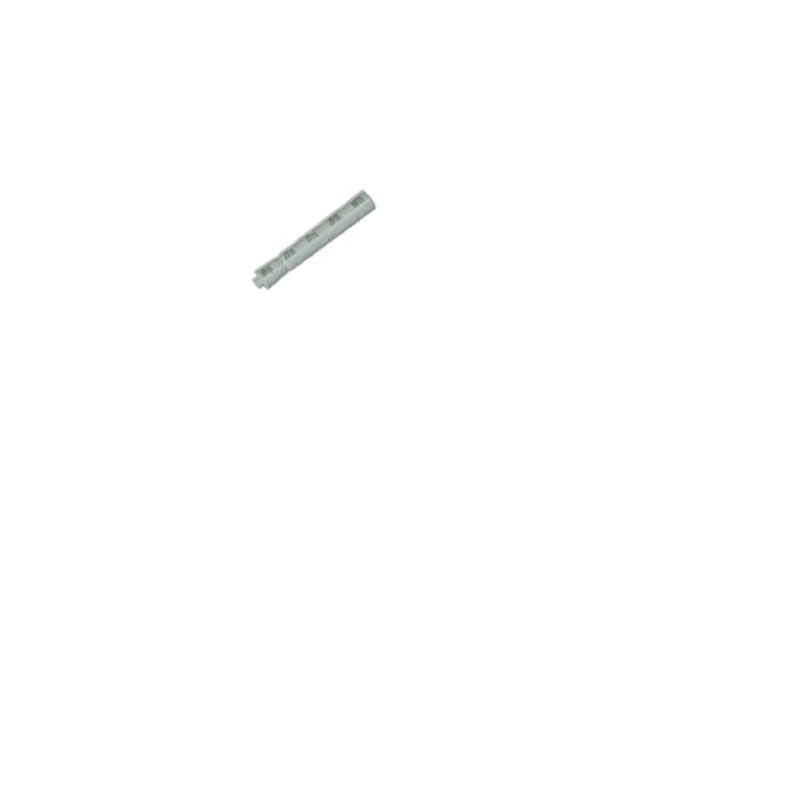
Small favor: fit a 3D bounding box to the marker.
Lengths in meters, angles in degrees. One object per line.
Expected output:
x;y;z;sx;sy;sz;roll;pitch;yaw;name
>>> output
-0.074;-0.134;0.941;0.121;0.019;0.020;-38;11;-8;marker
